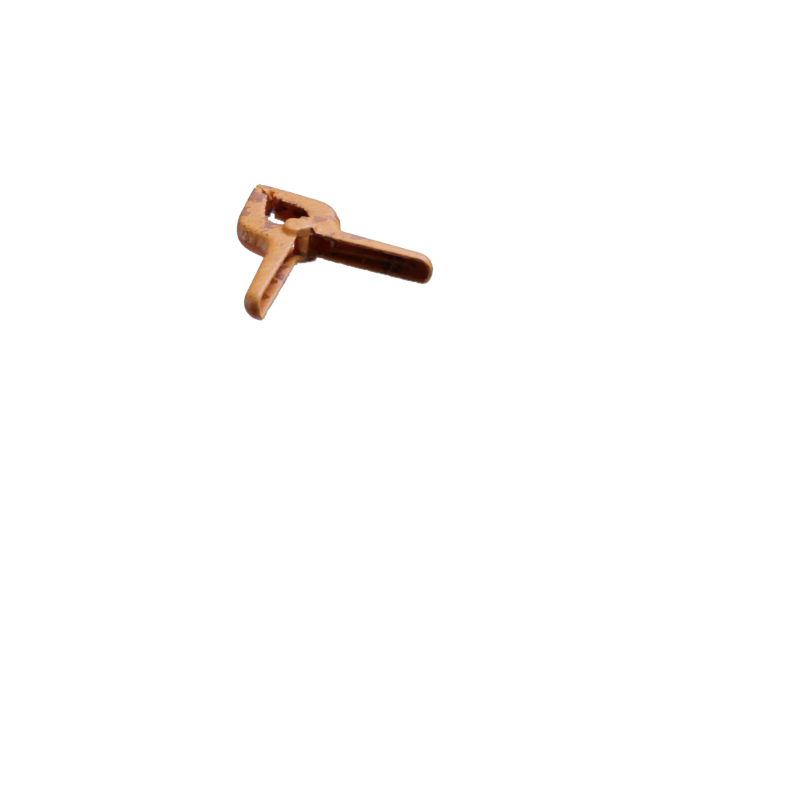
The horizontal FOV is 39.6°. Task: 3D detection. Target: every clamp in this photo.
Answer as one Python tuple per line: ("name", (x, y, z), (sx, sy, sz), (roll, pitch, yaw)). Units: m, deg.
("clamp", (-0.077, -0.140, 0.979), (0.162, 0.034, 0.226), (-10, 34, -15))
